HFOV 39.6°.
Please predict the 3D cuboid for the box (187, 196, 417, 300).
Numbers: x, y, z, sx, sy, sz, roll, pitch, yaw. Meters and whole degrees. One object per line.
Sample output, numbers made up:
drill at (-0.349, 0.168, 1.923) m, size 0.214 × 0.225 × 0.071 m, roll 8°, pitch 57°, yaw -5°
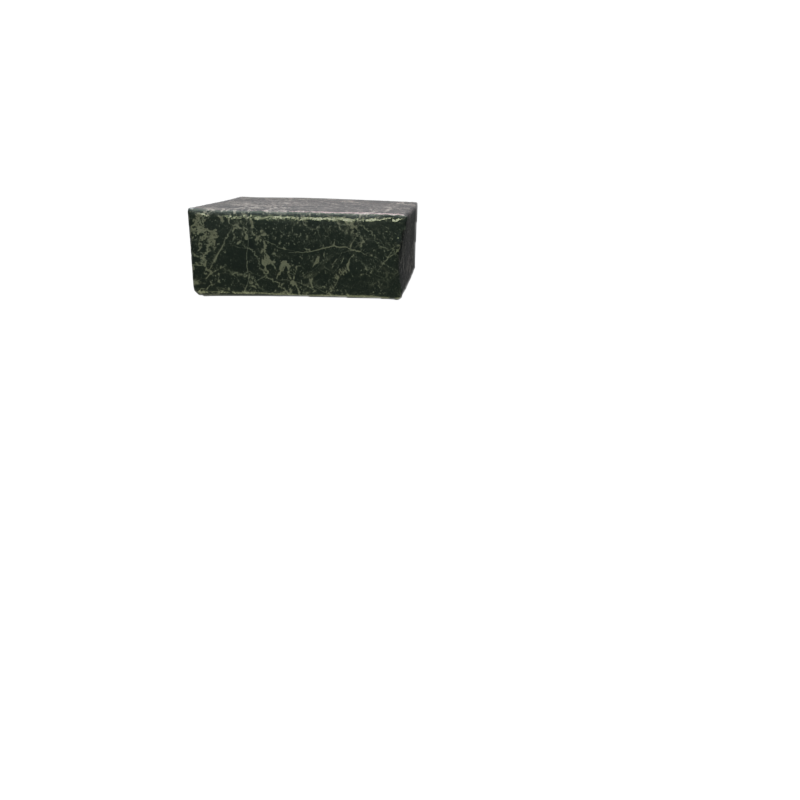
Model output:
box at (-0.039, -0.071, 0.496) m, size 0.090 × 0.038 × 0.115 m, roll 1°, pitch 14°, yaw 4°
